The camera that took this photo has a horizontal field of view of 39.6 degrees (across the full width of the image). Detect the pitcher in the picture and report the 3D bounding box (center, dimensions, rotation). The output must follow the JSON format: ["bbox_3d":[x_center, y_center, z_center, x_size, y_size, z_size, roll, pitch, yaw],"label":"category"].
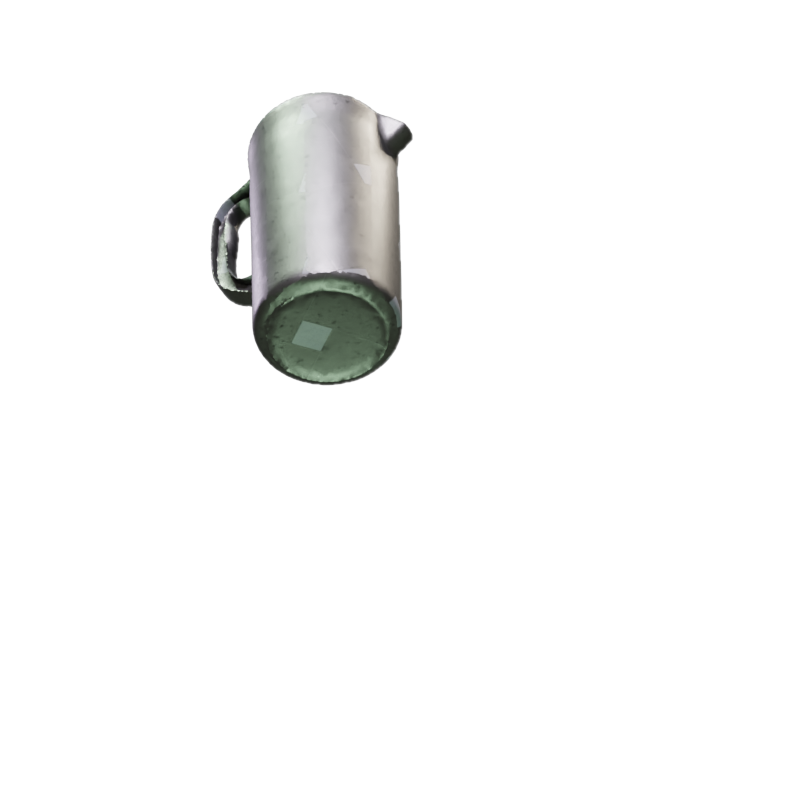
[{"bbox_3d":[-0.069,-0.126,0.886,0.142,0.142,0.261,13,39,-15],"label":"pitcher"}]
